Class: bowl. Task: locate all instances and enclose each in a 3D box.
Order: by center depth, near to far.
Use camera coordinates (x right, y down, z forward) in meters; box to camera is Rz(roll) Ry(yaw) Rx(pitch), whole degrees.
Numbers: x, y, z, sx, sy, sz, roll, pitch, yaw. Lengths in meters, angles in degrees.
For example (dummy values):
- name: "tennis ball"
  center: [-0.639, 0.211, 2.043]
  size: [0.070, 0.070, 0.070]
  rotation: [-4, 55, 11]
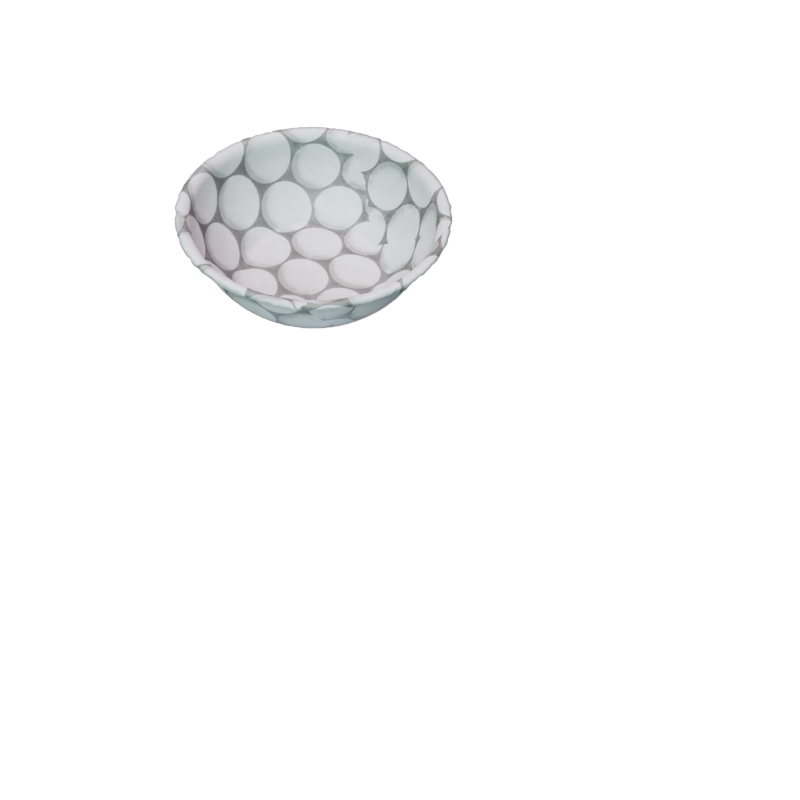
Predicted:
- name: "bowl"
  center: [-0.052, -0.095, 0.664]
  size: [0.162, 0.174, 0.051]
  rotation: [-1, -43, -1]
